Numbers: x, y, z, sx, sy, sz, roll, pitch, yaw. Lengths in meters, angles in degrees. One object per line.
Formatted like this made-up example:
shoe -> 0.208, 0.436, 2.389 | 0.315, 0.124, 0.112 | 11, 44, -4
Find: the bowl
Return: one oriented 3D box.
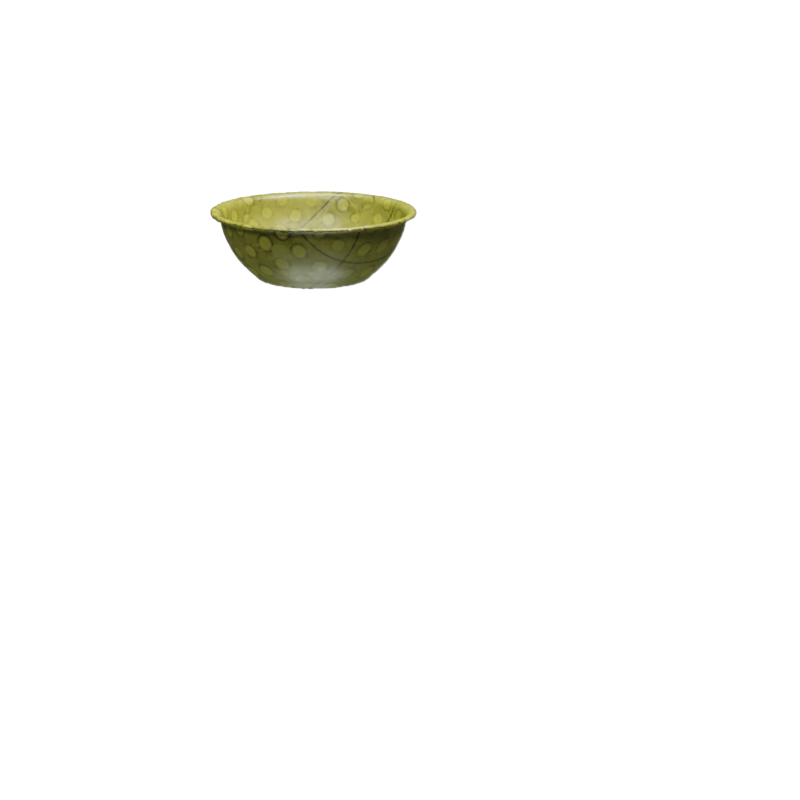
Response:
bowl -> -0.068, -0.125, 0.875 | 0.162, 0.053, 0.168 | -1, 19, -2
